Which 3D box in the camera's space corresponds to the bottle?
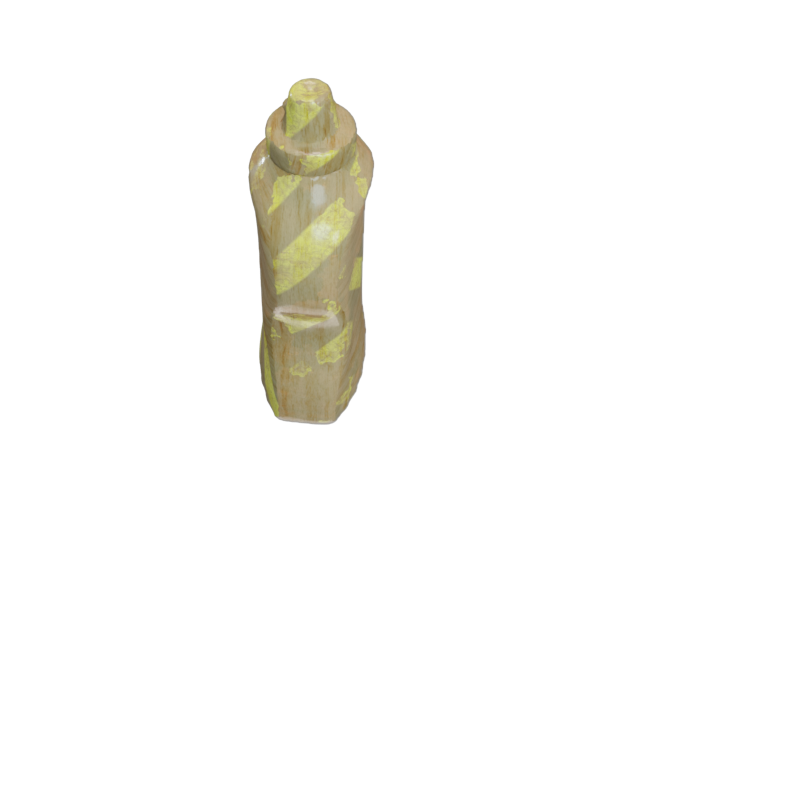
[{"bbox_3d":[-0.043,-0.078,0.546,0.059,0.102,0.179,6,-39,1],"label":"bottle"}]
